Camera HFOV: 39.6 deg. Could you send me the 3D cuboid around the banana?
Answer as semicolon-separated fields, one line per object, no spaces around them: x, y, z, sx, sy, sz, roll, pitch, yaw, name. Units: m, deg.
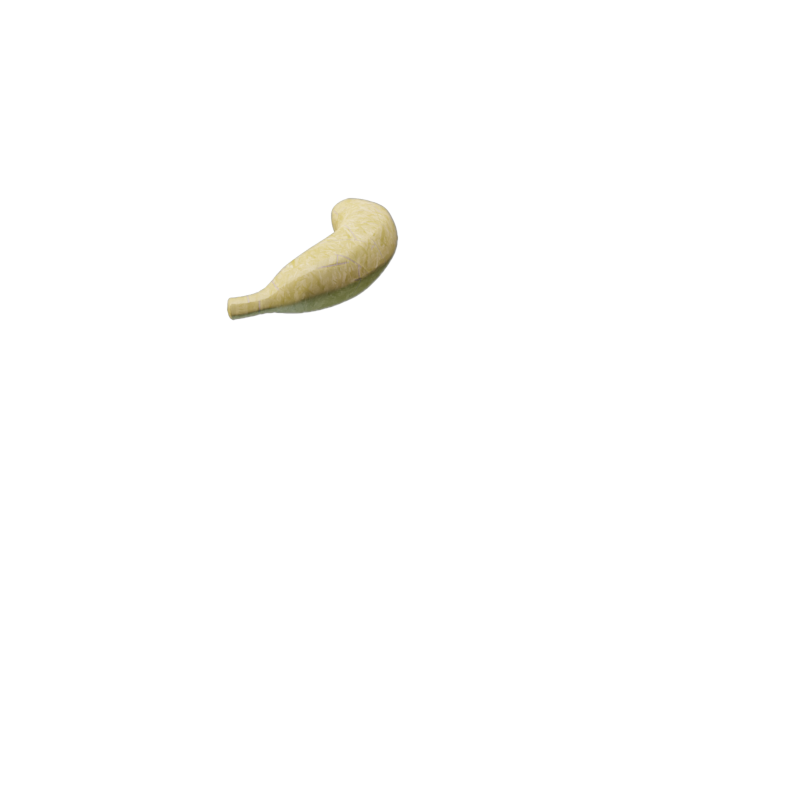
-0.036;-0.092;0.666;0.071;0.035;0.202;6;24;14;banana
